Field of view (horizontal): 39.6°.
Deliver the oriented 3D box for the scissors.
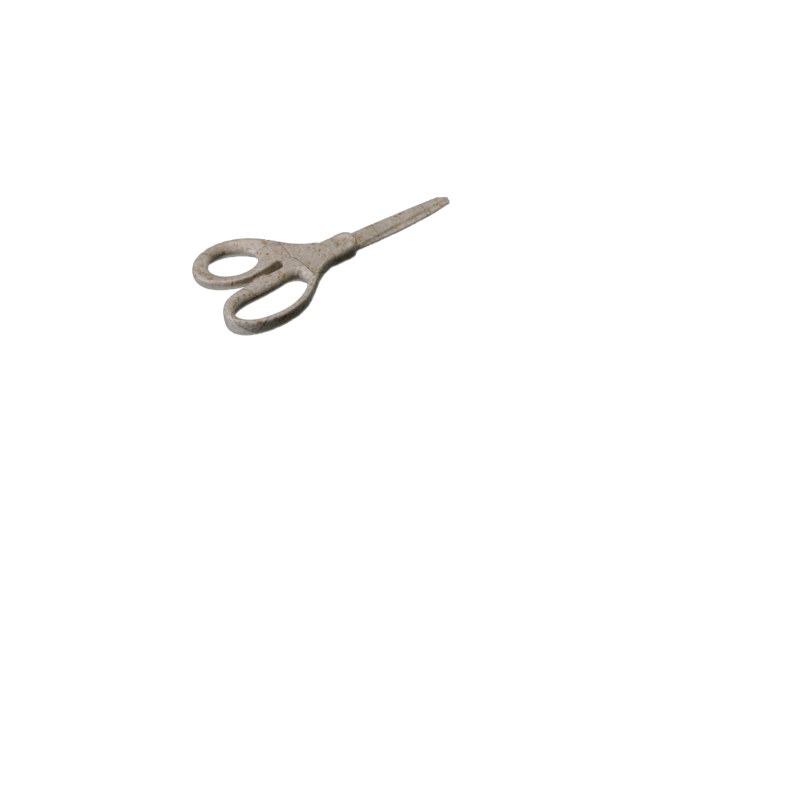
[{"bbox_3d":[-0.060,-0.109,0.766,0.101,0.015,0.205,25,48,25],"label":"scissors"}]
